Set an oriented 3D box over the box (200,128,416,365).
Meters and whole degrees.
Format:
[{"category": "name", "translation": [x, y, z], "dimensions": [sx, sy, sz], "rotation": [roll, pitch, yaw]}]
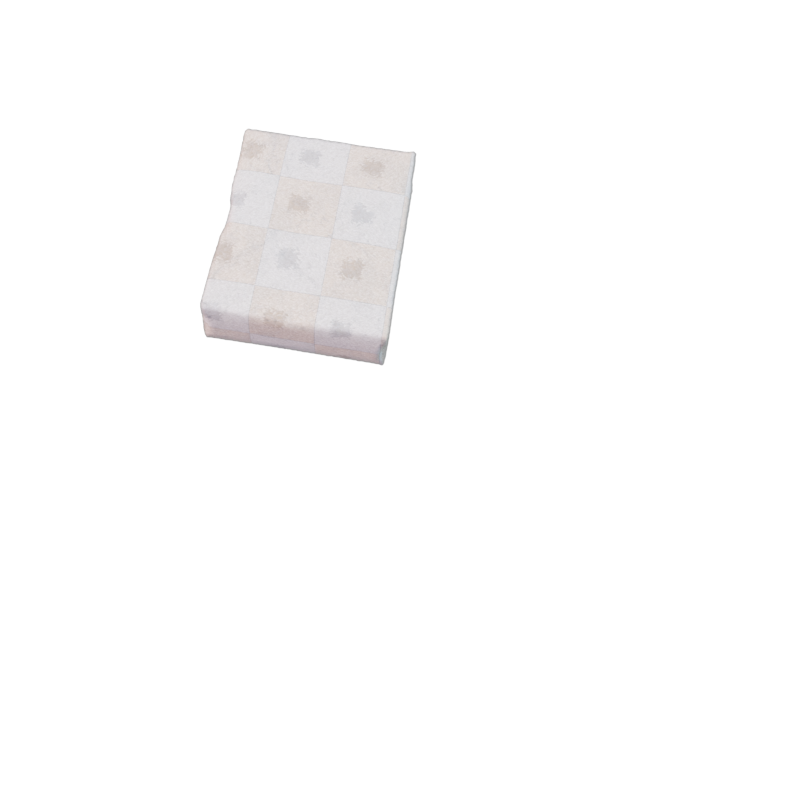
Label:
[{"category": "box", "translation": [-0.035, -0.064, 0.448], "dimensions": [0.074, 0.094, 0.028], "rotation": [8, -28, 4]}]
